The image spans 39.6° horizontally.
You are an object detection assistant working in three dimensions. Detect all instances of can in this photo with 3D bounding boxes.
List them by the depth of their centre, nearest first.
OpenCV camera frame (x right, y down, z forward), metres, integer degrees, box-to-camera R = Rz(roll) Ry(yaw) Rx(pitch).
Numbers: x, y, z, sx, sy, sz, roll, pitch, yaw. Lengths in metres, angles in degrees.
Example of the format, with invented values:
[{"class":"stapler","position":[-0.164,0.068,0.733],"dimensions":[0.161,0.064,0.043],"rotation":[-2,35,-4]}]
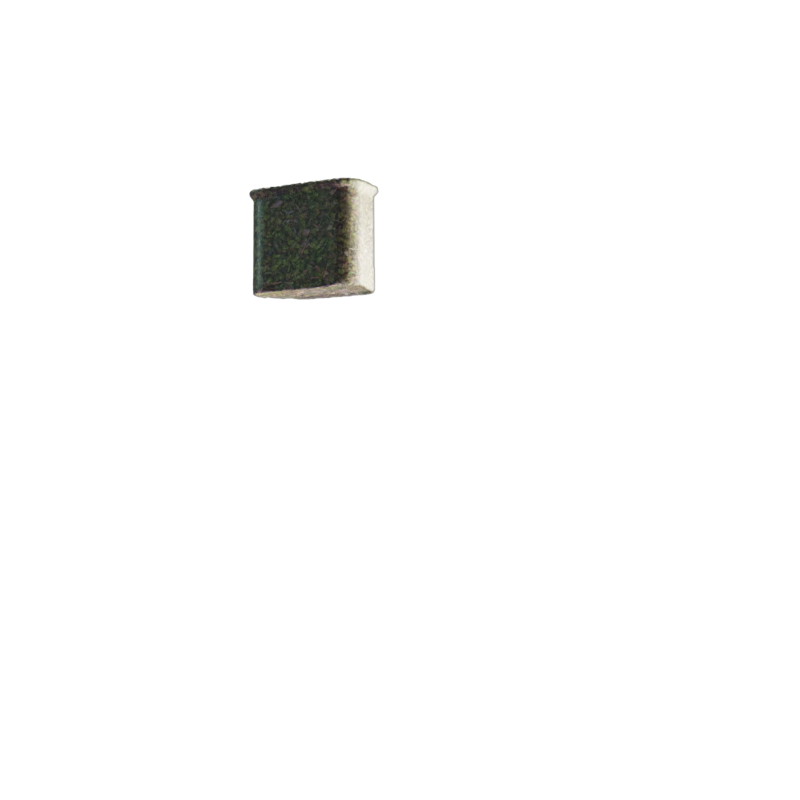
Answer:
[{"class":"can","position":[-0.068,-0.125,0.876],"dimensions":[0.105,0.086,0.055],"rotation":[-4,-9,26]}]
